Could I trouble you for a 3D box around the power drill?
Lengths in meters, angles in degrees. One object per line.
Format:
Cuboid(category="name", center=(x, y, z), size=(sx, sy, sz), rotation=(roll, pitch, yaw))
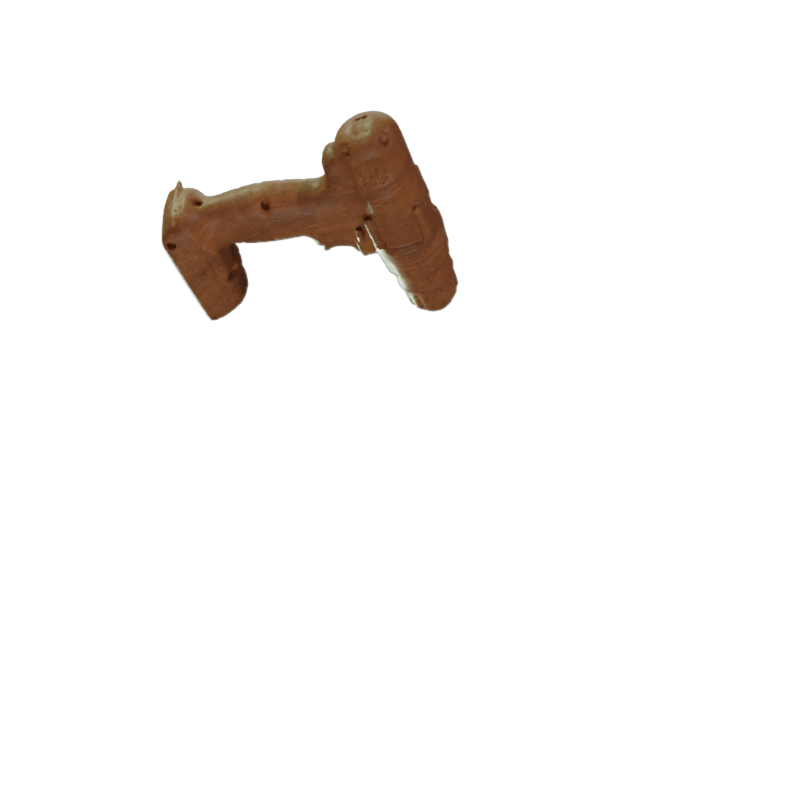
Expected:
Cuboid(category="power drill", center=(-0.063, -0.114, 0.799), size=(0.189, 0.062, 0.170), rotation=(-13, -44, 13))
